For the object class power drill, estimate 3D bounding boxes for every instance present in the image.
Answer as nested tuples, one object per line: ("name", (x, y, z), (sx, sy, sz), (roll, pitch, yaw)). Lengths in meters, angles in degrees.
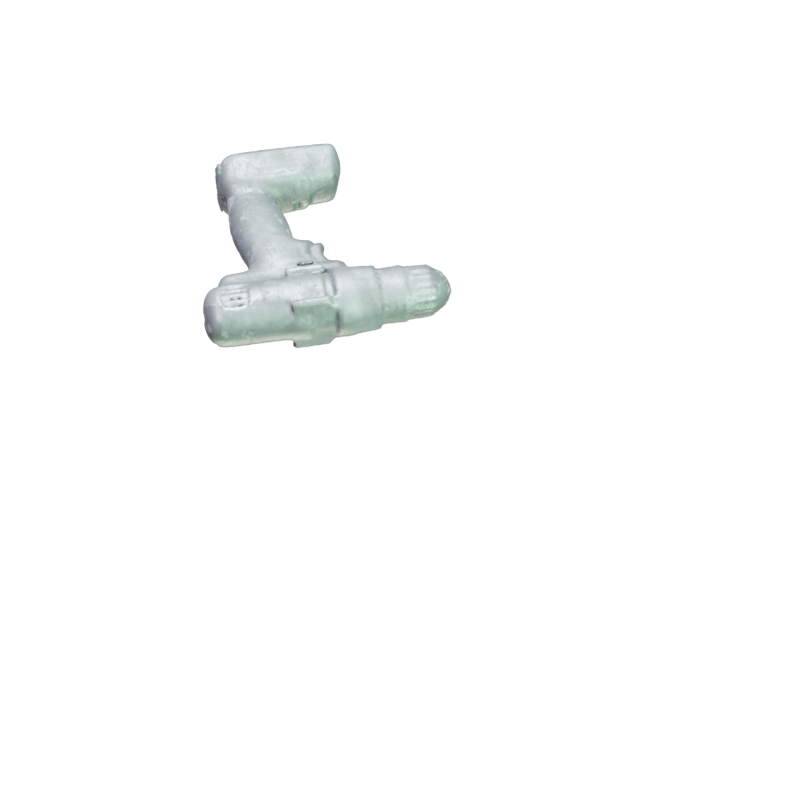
("power drill", (-0.068, -0.124, 0.870), (0.183, 0.053, 0.203), (-8, 46, -8))
